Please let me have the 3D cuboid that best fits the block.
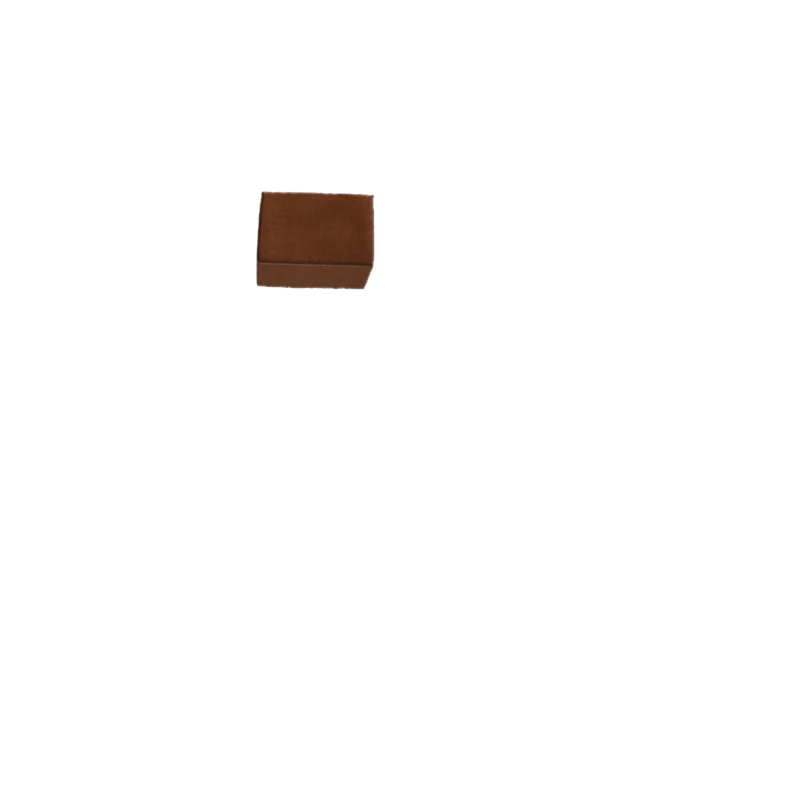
[{"bbox_3d":[-0.059,-0.107,0.751,0.077,0.053,0.051,1,-16,-6],"label":"block"}]
